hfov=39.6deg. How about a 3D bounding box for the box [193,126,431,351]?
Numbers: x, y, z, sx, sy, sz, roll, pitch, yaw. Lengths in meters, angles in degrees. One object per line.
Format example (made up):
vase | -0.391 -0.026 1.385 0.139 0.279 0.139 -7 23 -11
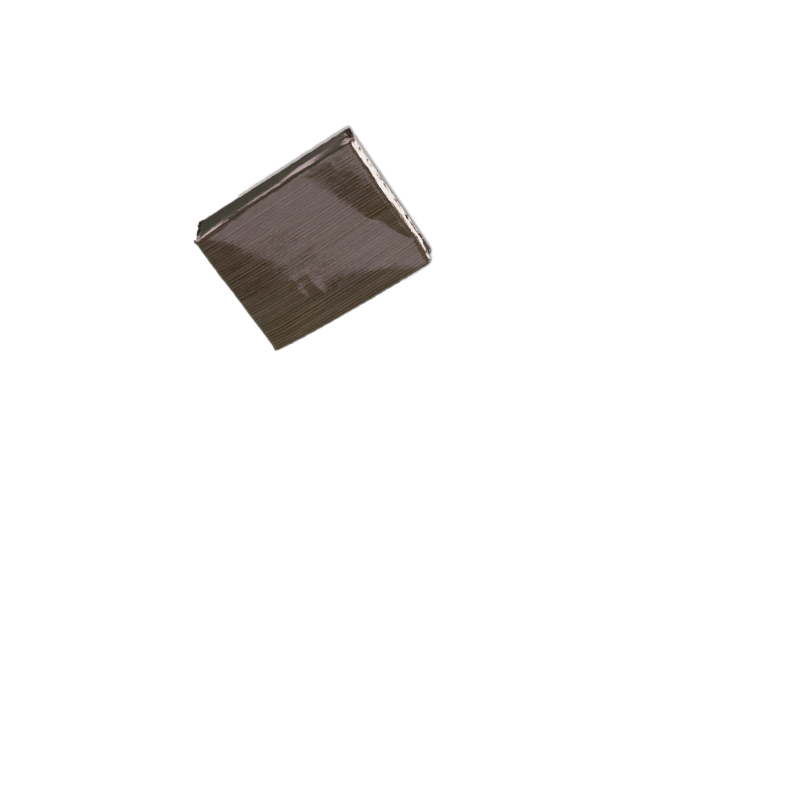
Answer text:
box | -0.052 -0.094 0.659 0.113 0.086 0.041 -31 19 11
